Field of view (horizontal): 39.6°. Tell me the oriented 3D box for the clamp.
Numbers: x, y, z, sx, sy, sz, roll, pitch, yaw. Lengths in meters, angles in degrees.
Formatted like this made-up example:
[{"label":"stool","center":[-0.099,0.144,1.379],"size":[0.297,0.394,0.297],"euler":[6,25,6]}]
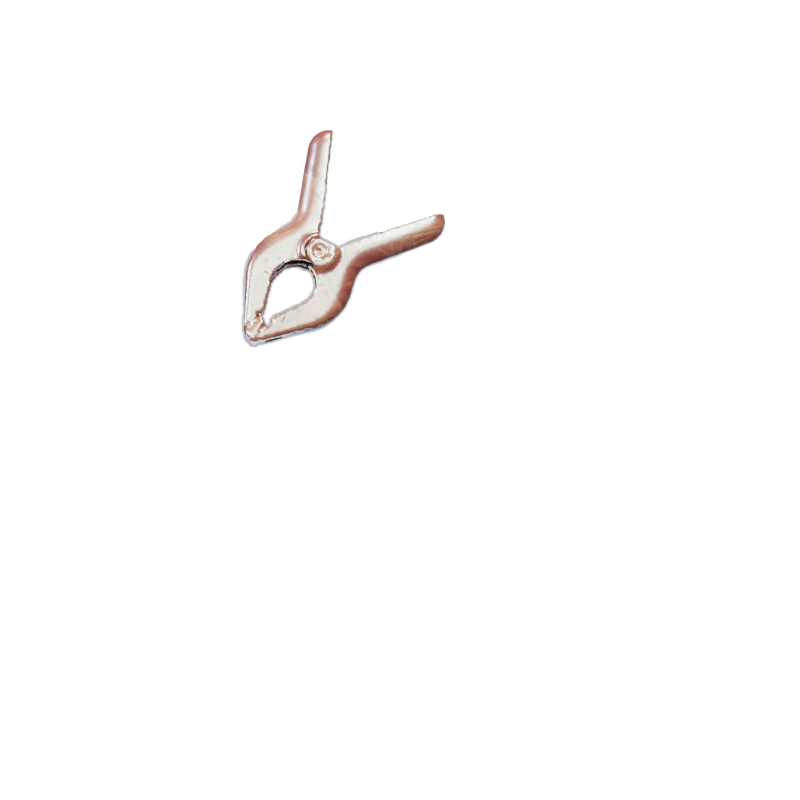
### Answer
[{"label":"clamp","center":[-0.064,-0.117,0.821],"size":[0.173,0.125,0.037],"euler":[-42,-15,-14]}]
